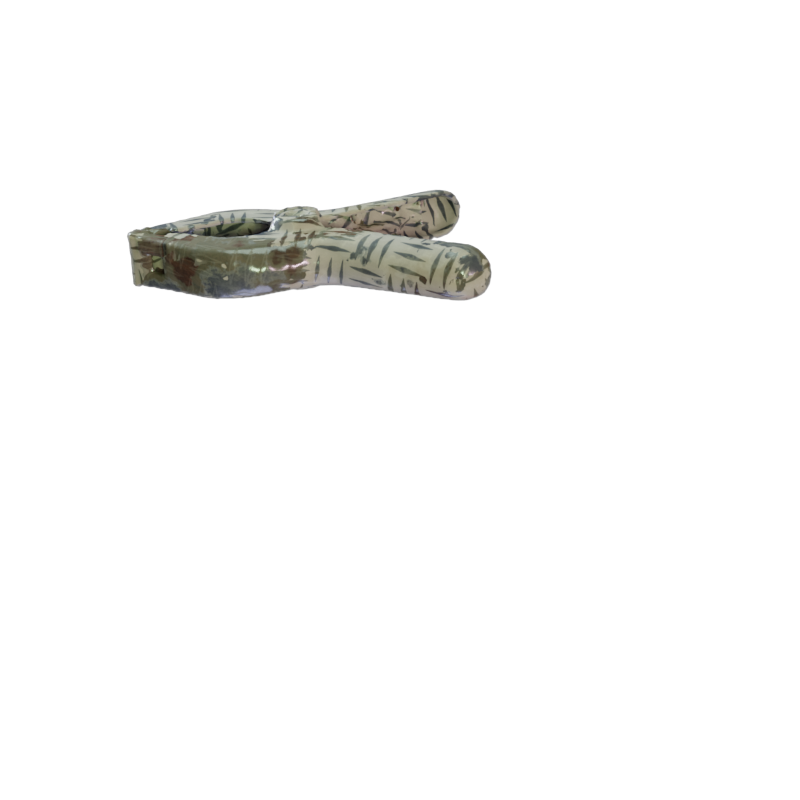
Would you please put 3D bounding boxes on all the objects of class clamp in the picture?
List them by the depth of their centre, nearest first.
[{"bbox_3d":[-0.042,-0.077,0.542,0.173,0.038,0.123,2,18,7],"label":"clamp"}]
